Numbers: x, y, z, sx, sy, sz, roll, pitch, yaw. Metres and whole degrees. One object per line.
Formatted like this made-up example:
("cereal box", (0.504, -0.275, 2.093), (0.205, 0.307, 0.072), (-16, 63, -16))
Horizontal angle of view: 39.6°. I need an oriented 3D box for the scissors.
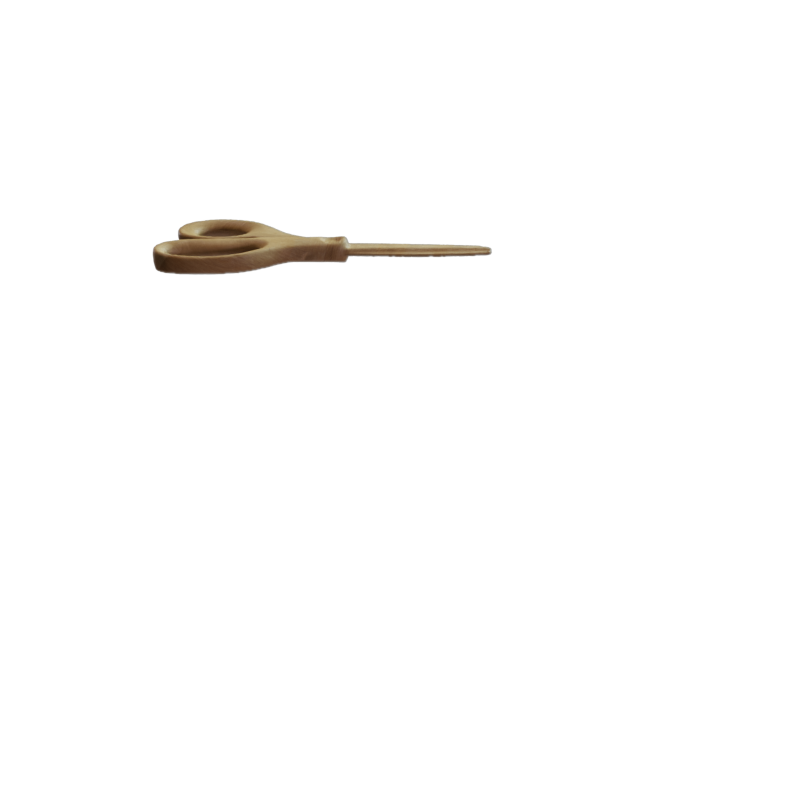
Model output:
("scissors", (-0.054, -0.099, 0.694), (0.199, 0.015, 0.102), (-6, 24, -13))
